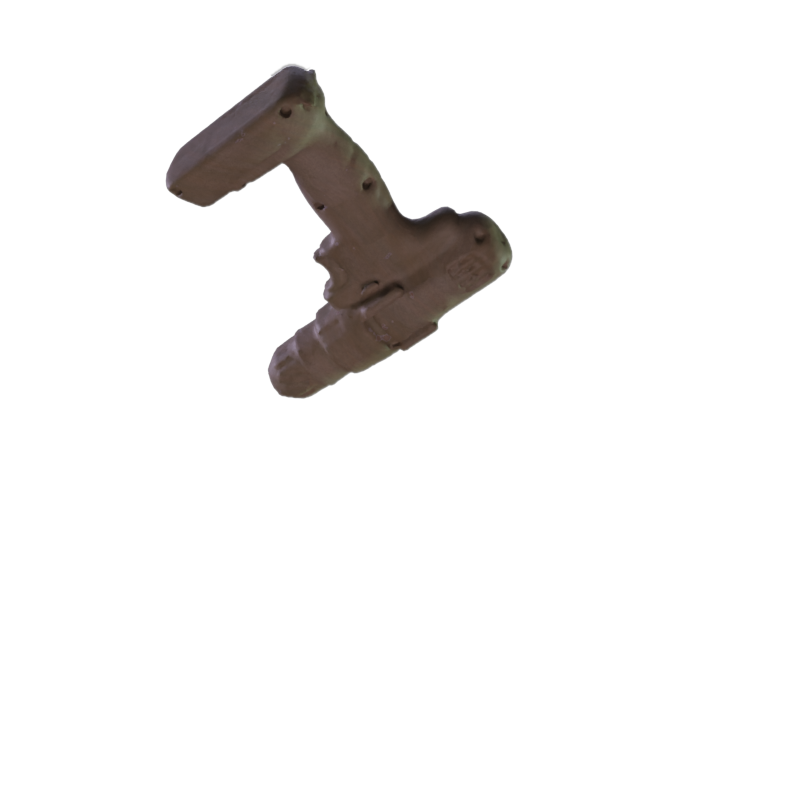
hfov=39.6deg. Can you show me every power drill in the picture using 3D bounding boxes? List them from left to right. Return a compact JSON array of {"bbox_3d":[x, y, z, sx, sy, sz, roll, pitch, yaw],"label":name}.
[{"bbox_3d":[-0.053,-0.097,0.682,0.183,0.177,0.061,-35,28,21],"label":"power drill"}]
